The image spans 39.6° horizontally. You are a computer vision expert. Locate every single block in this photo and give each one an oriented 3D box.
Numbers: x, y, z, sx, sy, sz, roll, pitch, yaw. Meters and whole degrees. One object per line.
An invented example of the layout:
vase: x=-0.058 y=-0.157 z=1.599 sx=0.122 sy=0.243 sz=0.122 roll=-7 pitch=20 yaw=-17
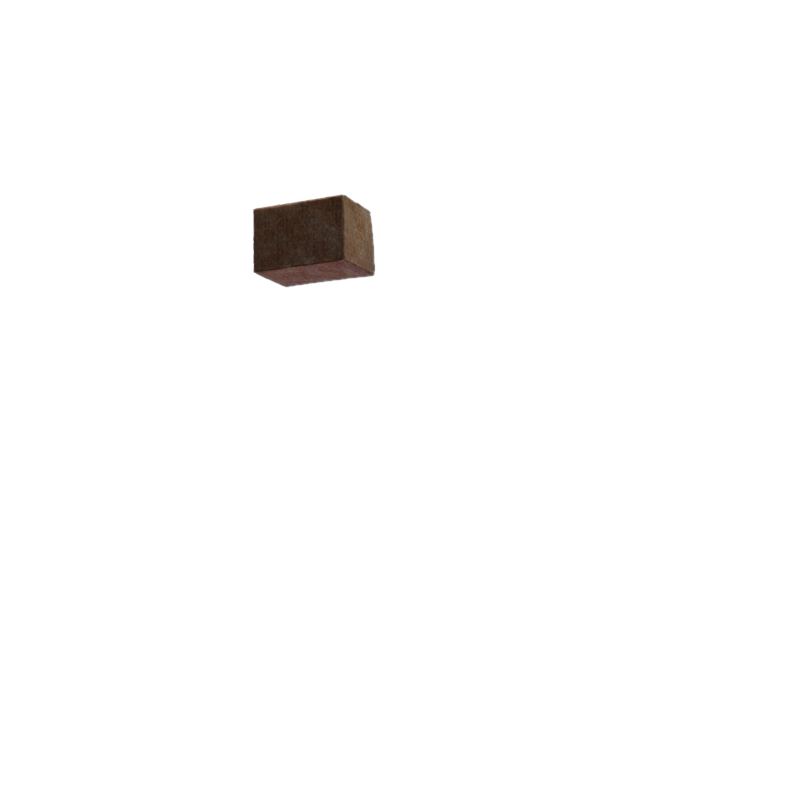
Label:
block: x=-0.065 y=-0.118 z=0.826 sx=0.080 sy=0.053 sz=0.050 roll=-5 pitch=-13 yaw=24
